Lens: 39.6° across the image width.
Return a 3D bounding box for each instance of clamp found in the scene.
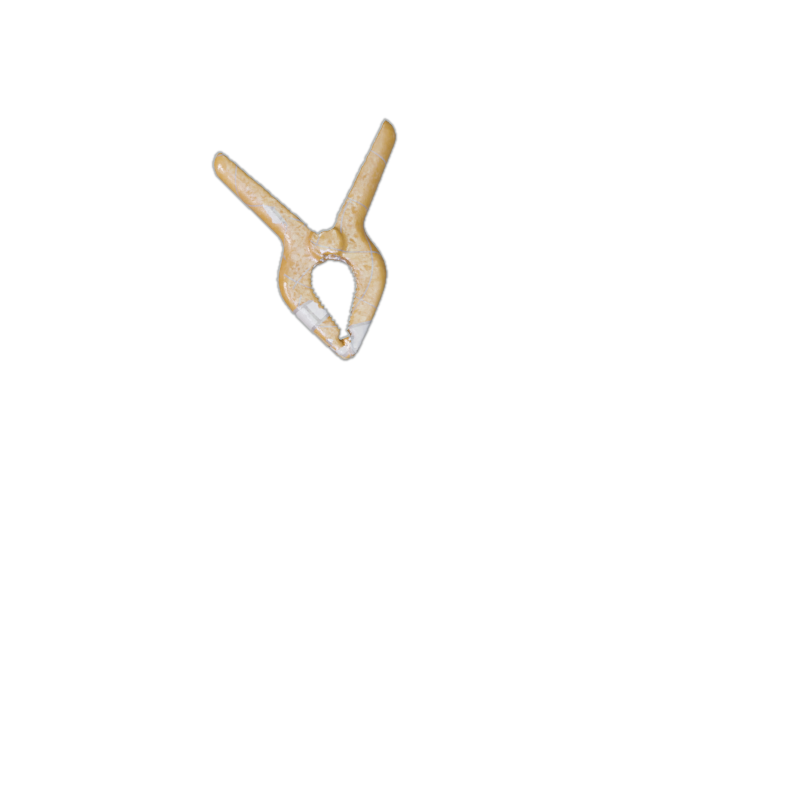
[{"bbox_3d":[-0.076,-0.139,0.973,0.164,0.216,0.035,-5,-11,-1],"label":"clamp"}]
